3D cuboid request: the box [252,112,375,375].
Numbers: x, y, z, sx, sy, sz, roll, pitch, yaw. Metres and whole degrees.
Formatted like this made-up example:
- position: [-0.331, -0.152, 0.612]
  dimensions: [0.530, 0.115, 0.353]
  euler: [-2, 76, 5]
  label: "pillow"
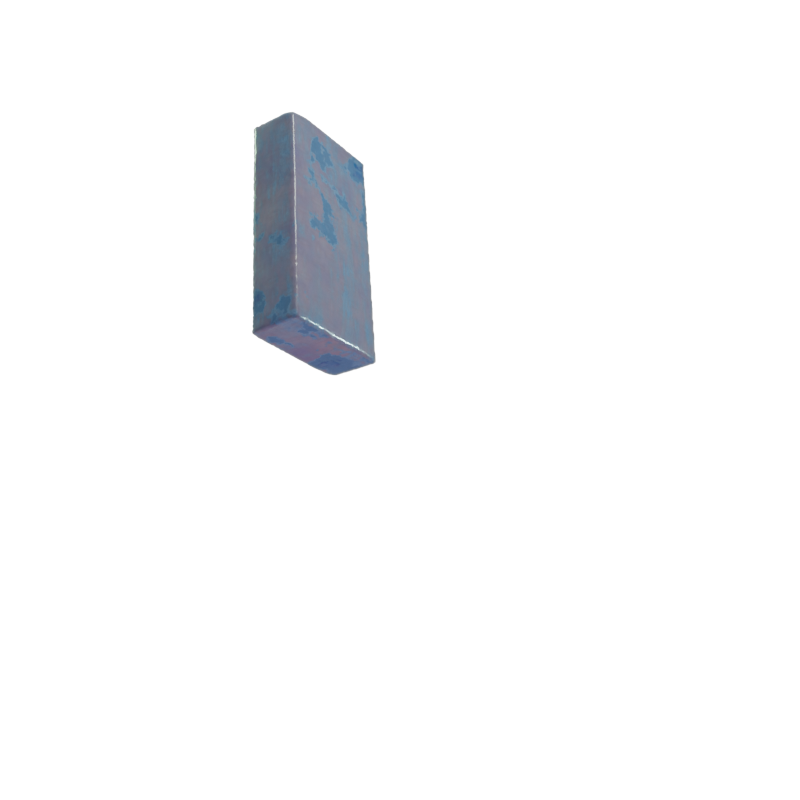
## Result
- position: [-0.063, -0.115, 0.804]
  dimensions: [0.048, 0.187, 0.087]
  euler: [-21, -34, 30]
  label: "box"
